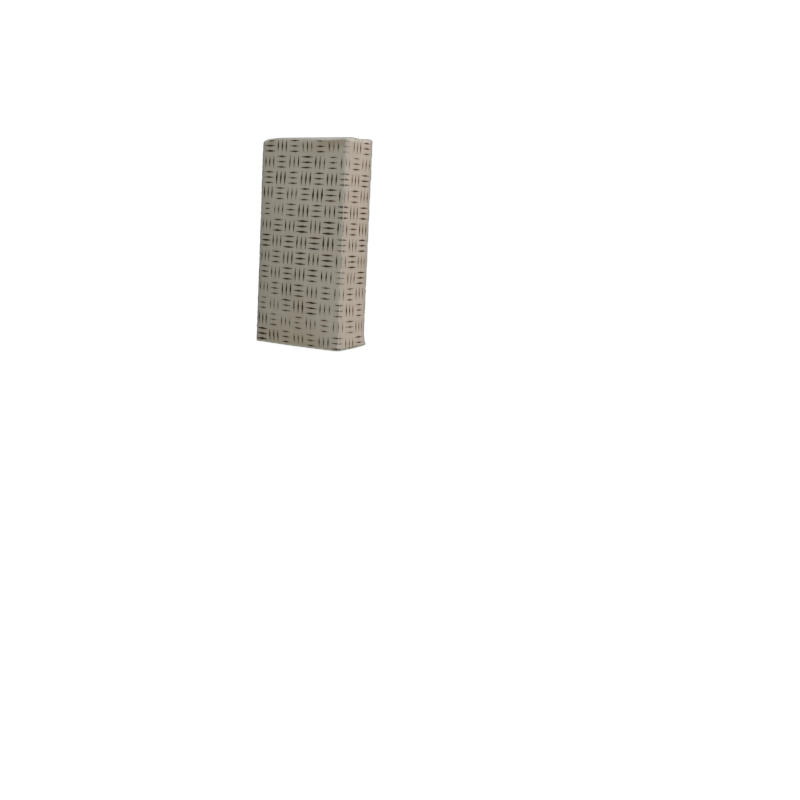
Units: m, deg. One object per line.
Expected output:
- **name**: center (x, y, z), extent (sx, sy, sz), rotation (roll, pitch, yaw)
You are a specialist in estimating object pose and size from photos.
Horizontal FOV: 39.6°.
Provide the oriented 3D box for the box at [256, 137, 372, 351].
- **box**: center (-0.074, -0.134, 0.942), extent (0.097, 0.175, 0.046), rotation (4, 6, 36)
